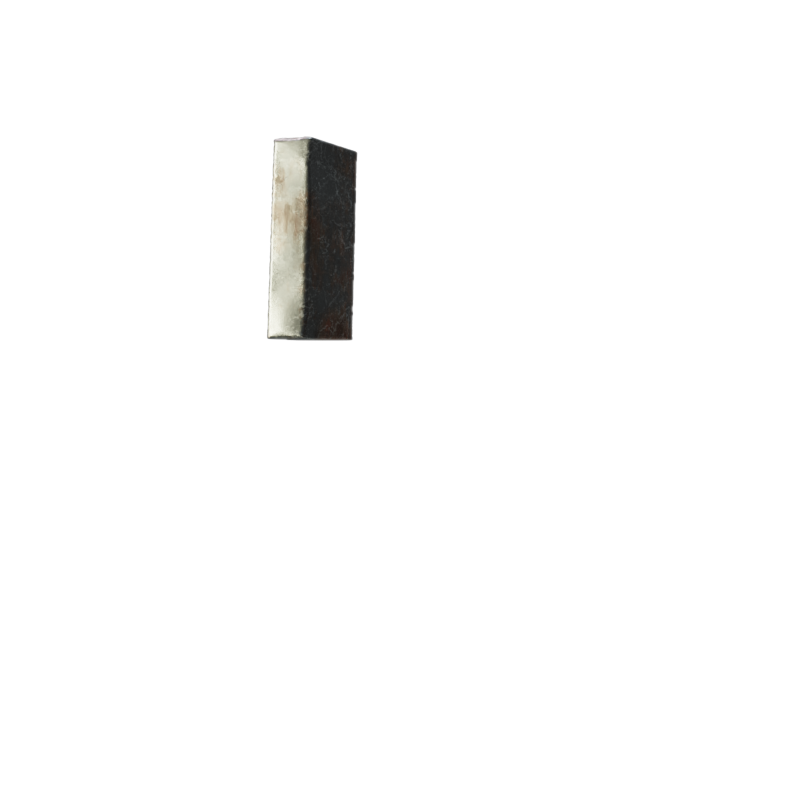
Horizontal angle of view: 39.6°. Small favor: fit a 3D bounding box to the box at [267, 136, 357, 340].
[{"bbox_3d":[-0.078,-0.142,0.994,0.049,0.179,0.090,-3,-5,26],"label":"box"}]
